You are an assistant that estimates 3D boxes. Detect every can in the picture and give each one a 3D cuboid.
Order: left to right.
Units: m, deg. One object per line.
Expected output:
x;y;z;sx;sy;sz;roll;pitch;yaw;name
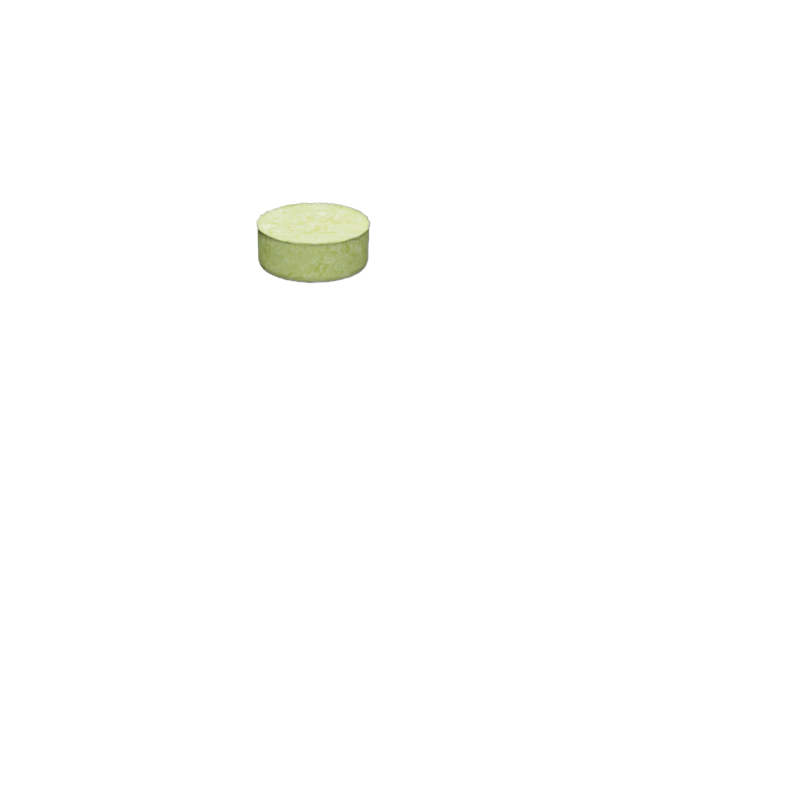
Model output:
-0.066;-0.120;0.841;0.086;0.032;0.091;-1;28;-2;can
